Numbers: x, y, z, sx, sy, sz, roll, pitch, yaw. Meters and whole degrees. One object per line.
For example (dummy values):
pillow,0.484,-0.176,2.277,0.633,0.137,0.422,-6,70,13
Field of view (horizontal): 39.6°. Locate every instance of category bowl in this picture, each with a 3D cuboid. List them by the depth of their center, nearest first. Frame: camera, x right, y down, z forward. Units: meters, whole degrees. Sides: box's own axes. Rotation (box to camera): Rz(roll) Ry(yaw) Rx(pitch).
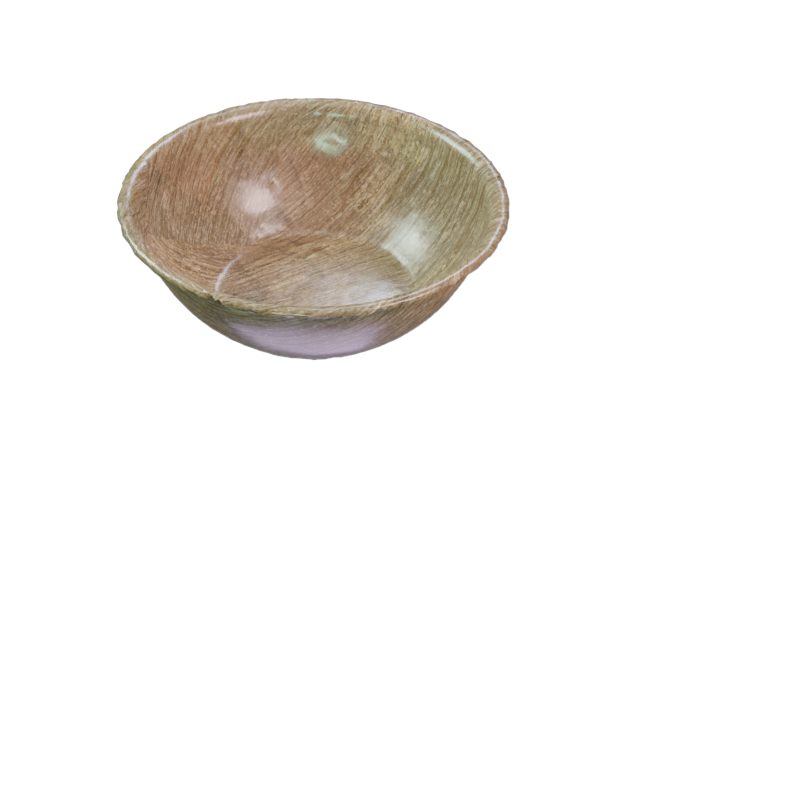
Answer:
bowl,-0.037,-0.068,0.473,0.162,0.051,0.174,-1,40,-2
